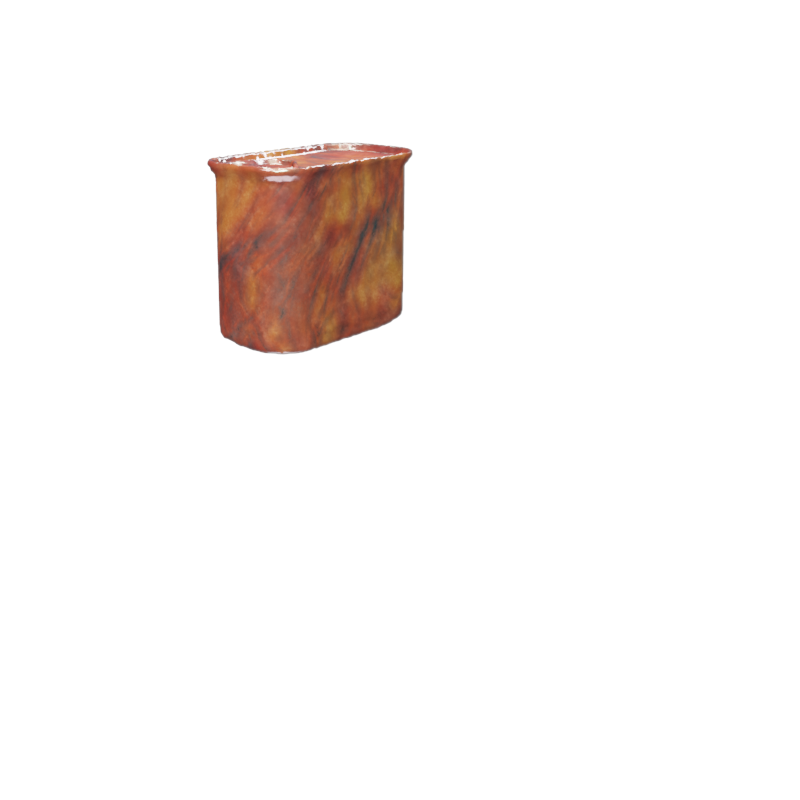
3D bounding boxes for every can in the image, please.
[{"bbox_3d":[-0.041,-0.075,0.524,0.060,0.081,0.100,12,19,37],"label":"can"}]
